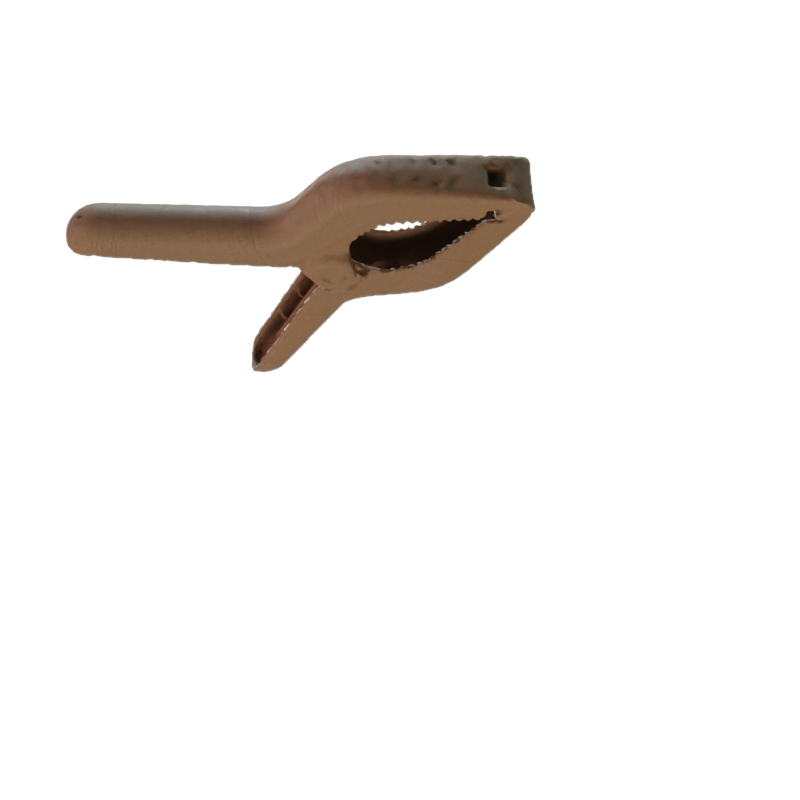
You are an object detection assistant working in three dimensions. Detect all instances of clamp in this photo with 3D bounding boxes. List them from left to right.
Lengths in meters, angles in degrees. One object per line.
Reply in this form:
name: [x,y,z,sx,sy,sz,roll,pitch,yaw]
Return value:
clamp: [-0.041,-0.075,0.525,0.212,0.039,0.153,-18,-31,33]
